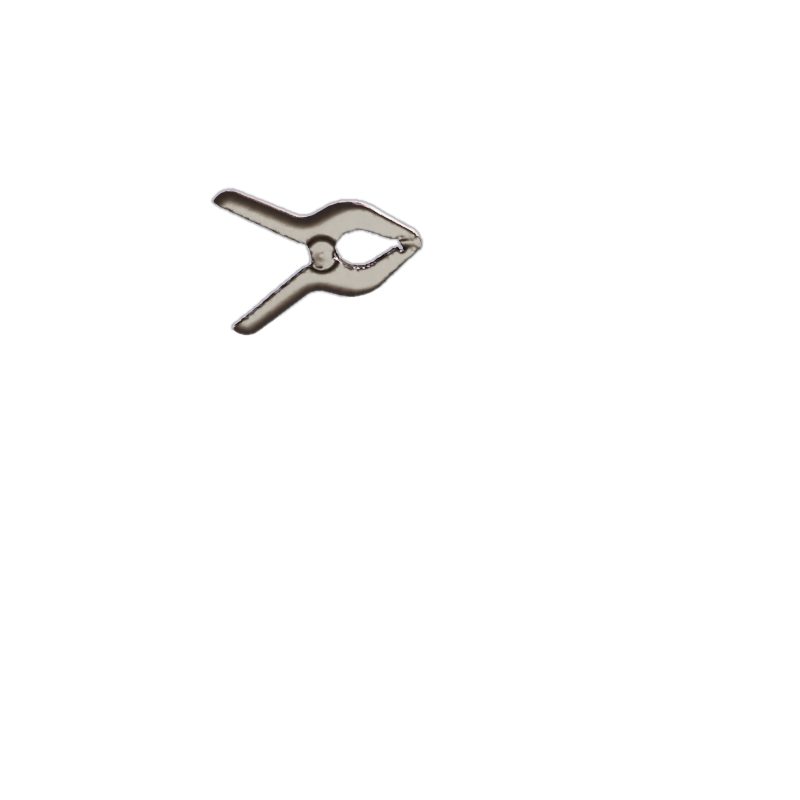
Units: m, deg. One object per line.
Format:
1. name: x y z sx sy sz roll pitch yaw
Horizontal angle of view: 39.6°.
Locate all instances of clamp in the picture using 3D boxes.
1. clamp: -0.071 -0.129 0.906 0.172 0.116 0.041 -16 15 4
